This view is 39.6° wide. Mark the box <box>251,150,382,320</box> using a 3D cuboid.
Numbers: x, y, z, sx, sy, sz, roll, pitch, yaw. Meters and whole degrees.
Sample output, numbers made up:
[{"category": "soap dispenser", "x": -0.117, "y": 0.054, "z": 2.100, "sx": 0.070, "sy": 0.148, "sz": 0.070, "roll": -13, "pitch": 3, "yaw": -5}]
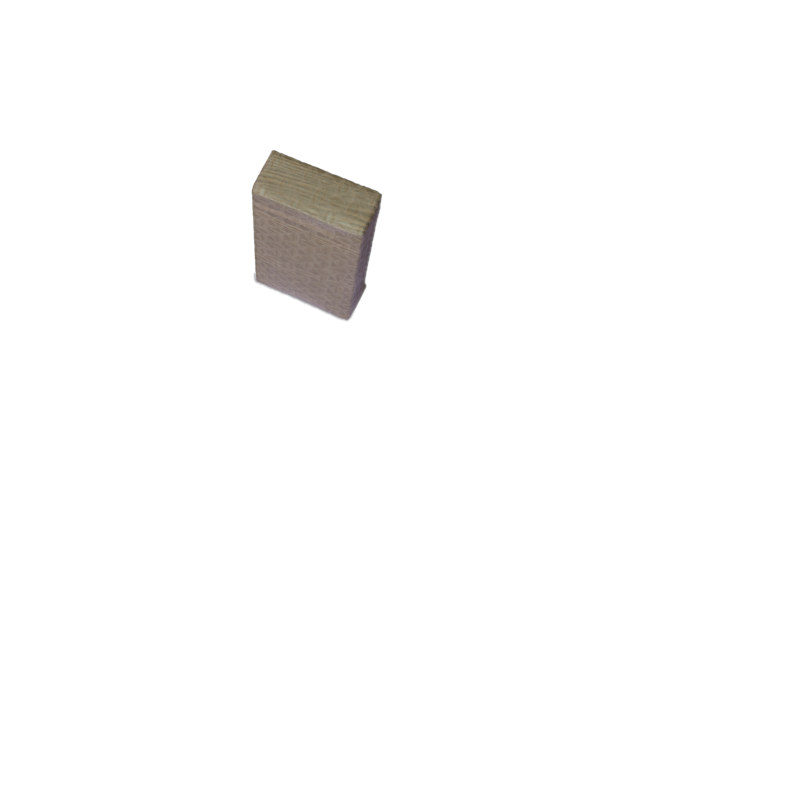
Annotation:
[{"category": "box", "x": -0.070, "y": -0.127, "z": 0.893, "sx": 0.095, "sy": 0.049, "sz": 0.169, "roll": 24, "pitch": -16, "yaw": 4}]
